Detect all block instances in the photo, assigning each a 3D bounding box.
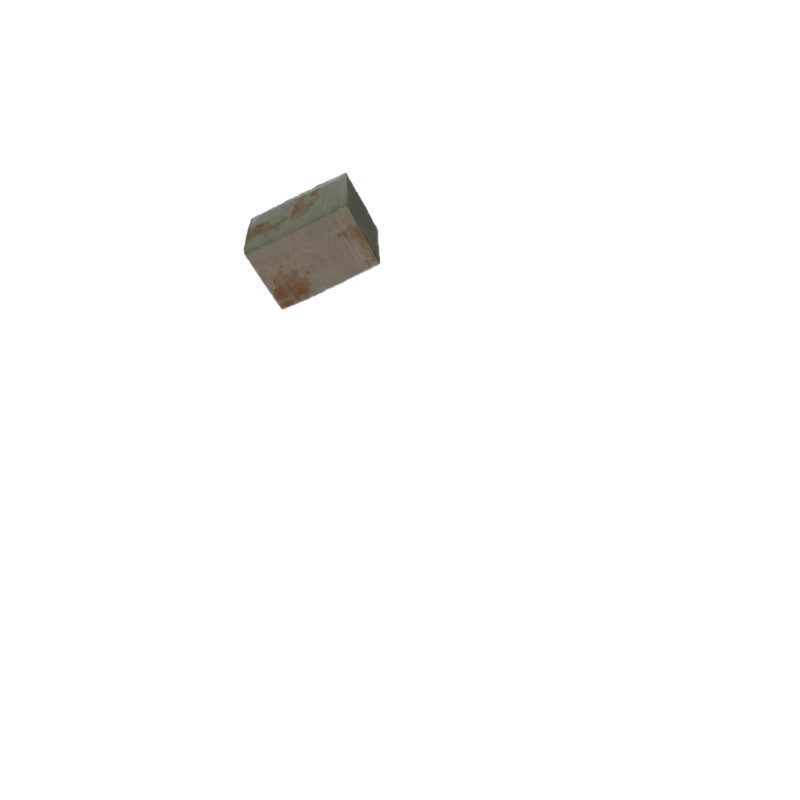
[{"bbox_3d":[-0.059,-0.107,0.751,0.078,0.049,0.054,-24,29,12],"label":"block"}]
